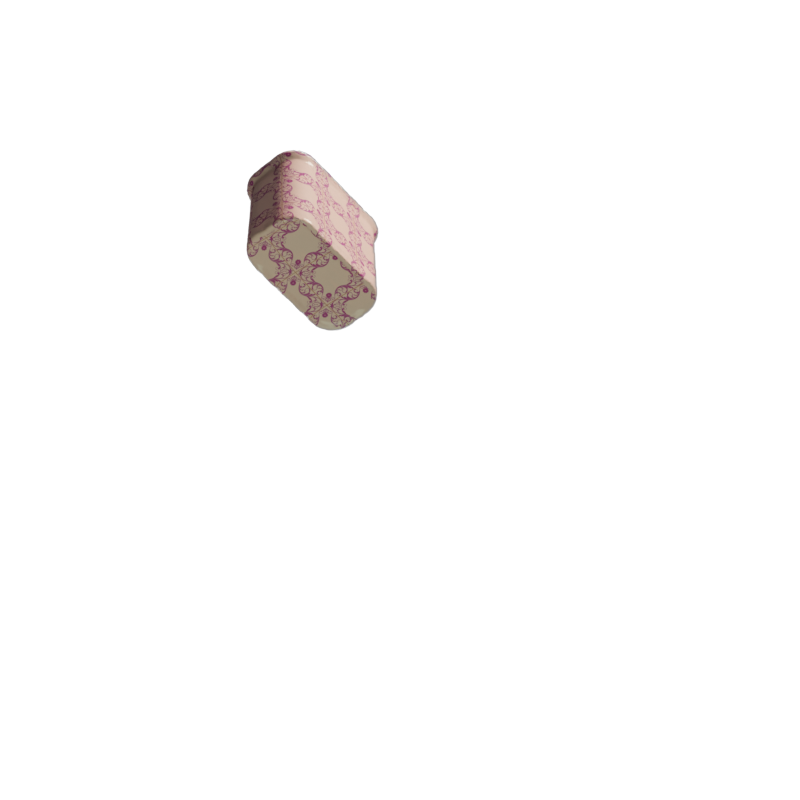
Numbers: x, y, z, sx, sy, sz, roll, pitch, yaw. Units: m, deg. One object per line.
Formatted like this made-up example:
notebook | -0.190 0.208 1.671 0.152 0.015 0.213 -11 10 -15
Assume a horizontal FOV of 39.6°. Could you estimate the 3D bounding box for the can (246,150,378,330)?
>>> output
can | -0.060 -0.109 0.765 0.057 0.090 0.096 -35 -59 22
